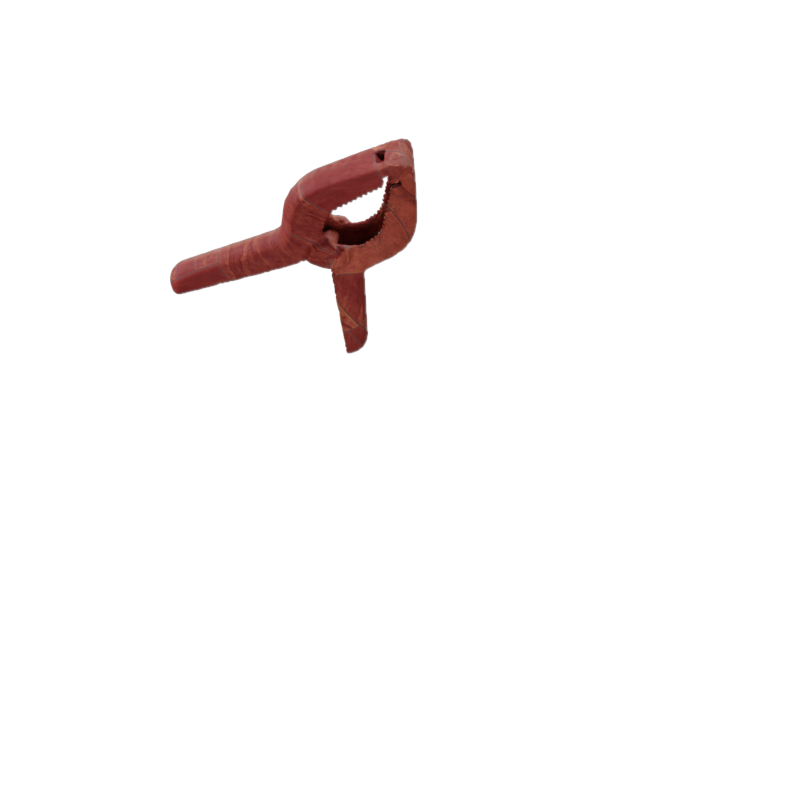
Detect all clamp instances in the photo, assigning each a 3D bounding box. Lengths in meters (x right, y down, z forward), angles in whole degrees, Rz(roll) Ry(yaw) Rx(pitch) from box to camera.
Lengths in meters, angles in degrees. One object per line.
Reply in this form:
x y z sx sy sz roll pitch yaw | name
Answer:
-0.062 -0.112 0.788 0.159 0.039 0.203 15 -39 -20 | clamp
